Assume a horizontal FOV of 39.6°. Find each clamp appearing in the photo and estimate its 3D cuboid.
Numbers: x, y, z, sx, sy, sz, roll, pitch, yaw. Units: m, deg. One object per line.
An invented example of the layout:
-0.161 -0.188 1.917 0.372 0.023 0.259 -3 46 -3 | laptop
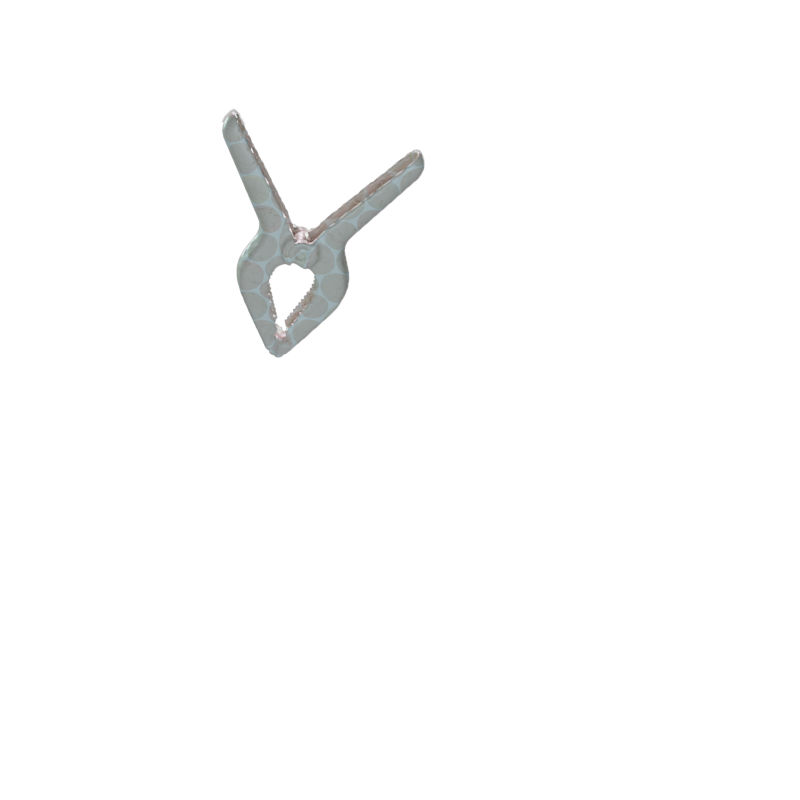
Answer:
-0.072 -0.132 0.921 0.164 0.200 0.038 6 24 -3 | clamp
